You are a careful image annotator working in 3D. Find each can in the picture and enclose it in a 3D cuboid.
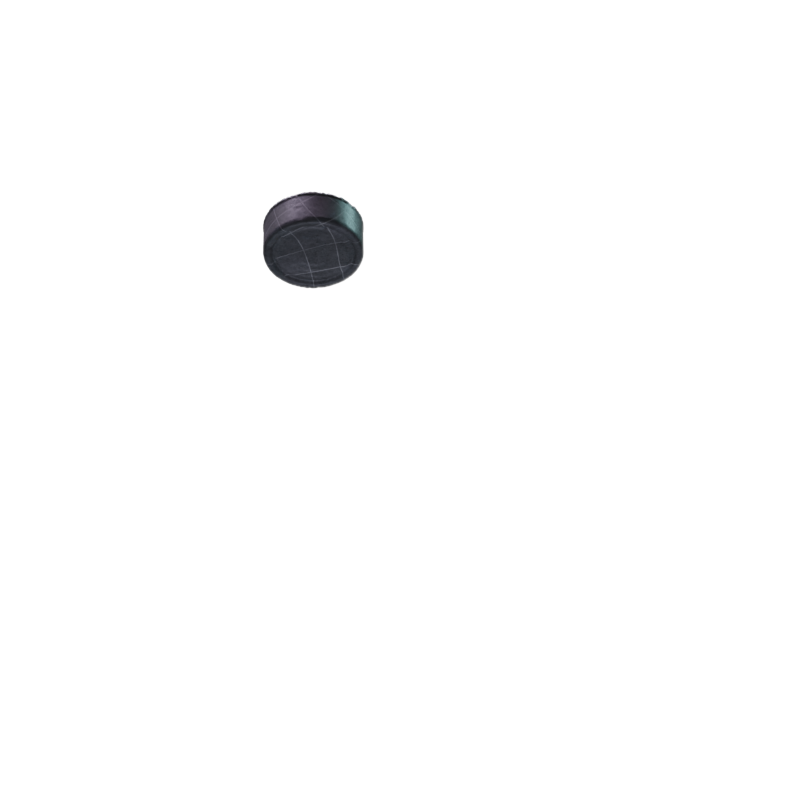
[{"bbox_3d":[-0.073,-0.133,0.933,0.086,0.036,0.080,1,-39,-2],"label":"can"}]
